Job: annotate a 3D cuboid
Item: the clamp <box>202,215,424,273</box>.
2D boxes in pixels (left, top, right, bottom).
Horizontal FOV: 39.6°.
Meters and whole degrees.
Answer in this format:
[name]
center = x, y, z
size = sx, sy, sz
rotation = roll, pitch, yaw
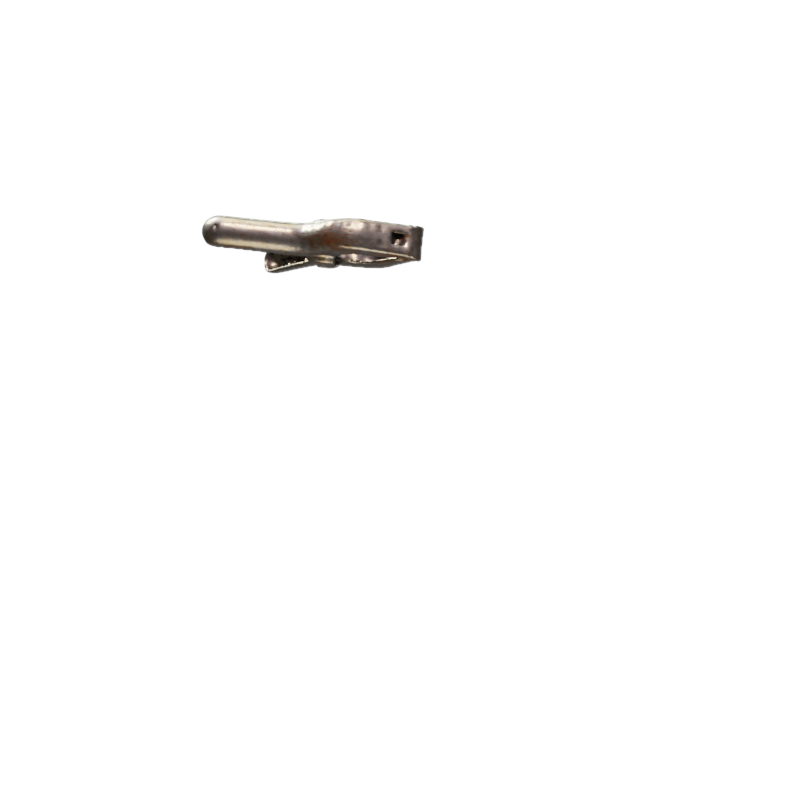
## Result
[clamp]
center = -0.069, -0.126, 0.884
size = 0.177, 0.040, 0.115
rotation = -1, -2, 32
